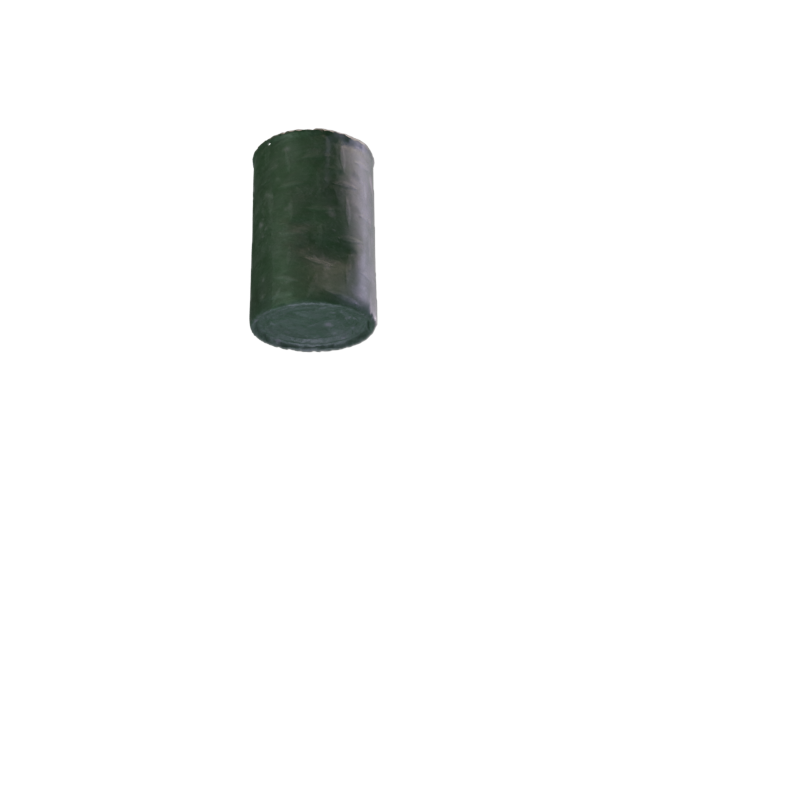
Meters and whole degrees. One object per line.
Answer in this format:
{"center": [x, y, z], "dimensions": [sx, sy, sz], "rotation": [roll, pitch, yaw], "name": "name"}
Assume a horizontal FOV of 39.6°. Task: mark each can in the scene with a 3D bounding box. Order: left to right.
{"center": [-0.047, -0.085, 0.595], "dimensions": [0.068, 0.108, 0.065], "rotation": [0, -24, -2], "name": "can"}
